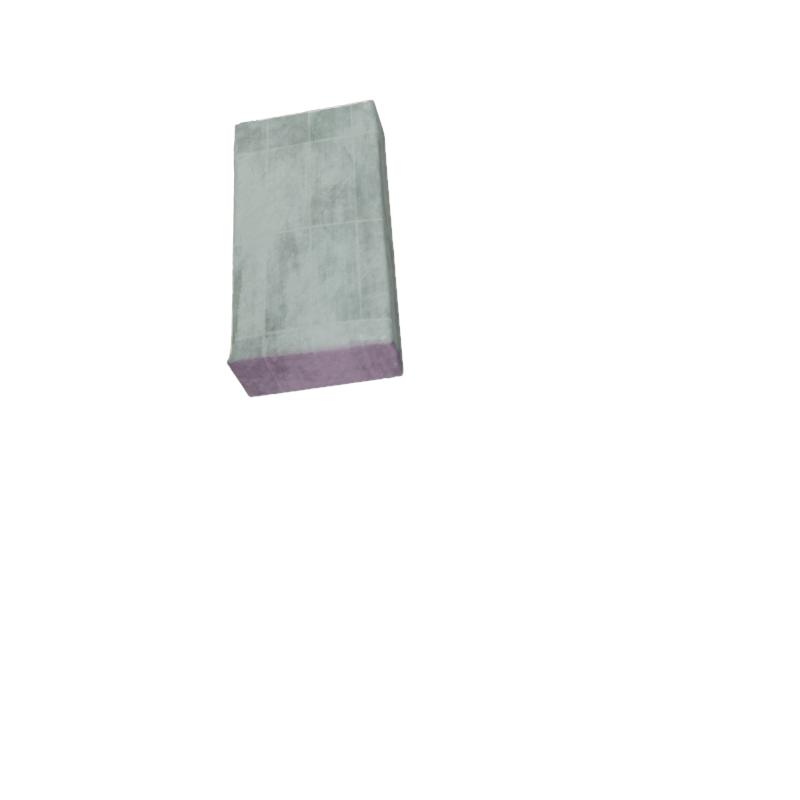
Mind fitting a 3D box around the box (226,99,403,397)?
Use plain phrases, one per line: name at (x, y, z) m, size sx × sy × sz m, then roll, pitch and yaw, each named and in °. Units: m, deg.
box at (-0.051, -0.093, 0.656) m, size 0.094 × 0.189 × 0.044 m, roll -9°, pitch -36°, yaw 9°
